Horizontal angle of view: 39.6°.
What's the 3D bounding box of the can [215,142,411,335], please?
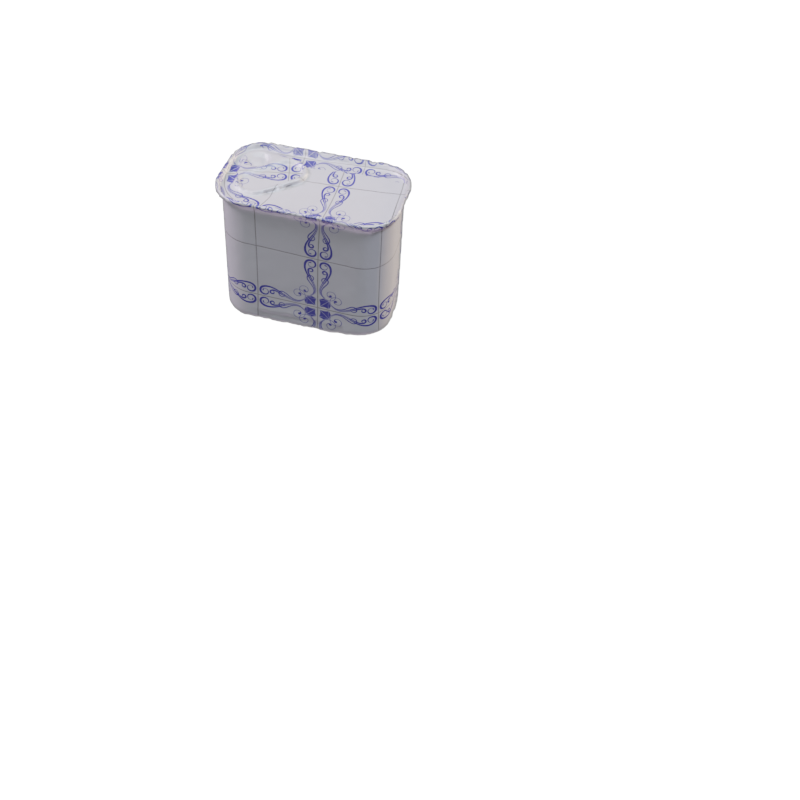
[{"bbox_3d":[-0.048,-0.088,0.615,0.104,0.078,0.060,13,44,11],"label":"can"}]
